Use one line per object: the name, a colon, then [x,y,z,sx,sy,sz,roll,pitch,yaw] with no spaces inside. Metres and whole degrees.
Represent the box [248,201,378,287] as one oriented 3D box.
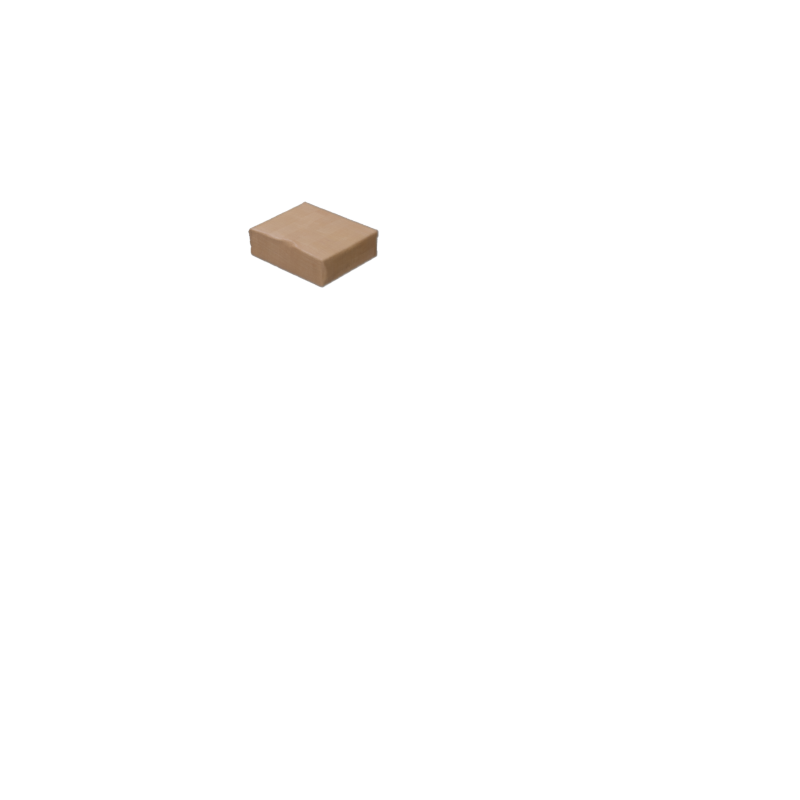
box: [-0.076,-0.138,0.963,0.095,0.028,0.073,26,42,33]
